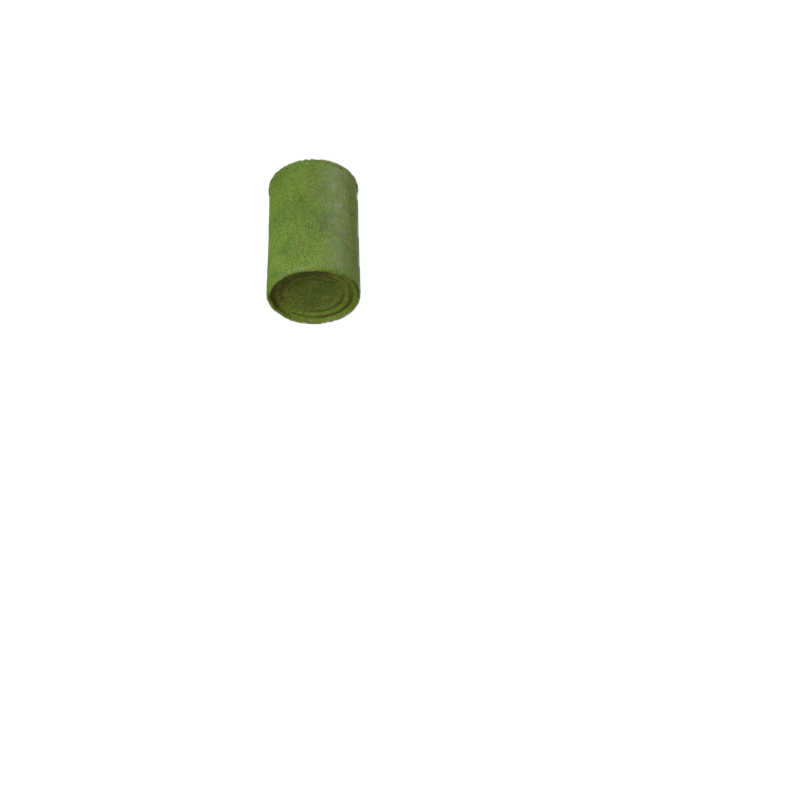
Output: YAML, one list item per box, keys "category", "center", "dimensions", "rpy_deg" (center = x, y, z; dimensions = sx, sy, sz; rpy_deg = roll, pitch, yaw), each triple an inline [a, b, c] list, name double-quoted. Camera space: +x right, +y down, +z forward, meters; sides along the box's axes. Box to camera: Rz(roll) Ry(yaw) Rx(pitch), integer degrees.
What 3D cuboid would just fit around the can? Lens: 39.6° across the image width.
- category: "can"
  center: [-0.063, -0.115, 0.804]
  dimensions: [0.068, 0.109, 0.064]
  rpy_deg: [-1, -36, -2]
